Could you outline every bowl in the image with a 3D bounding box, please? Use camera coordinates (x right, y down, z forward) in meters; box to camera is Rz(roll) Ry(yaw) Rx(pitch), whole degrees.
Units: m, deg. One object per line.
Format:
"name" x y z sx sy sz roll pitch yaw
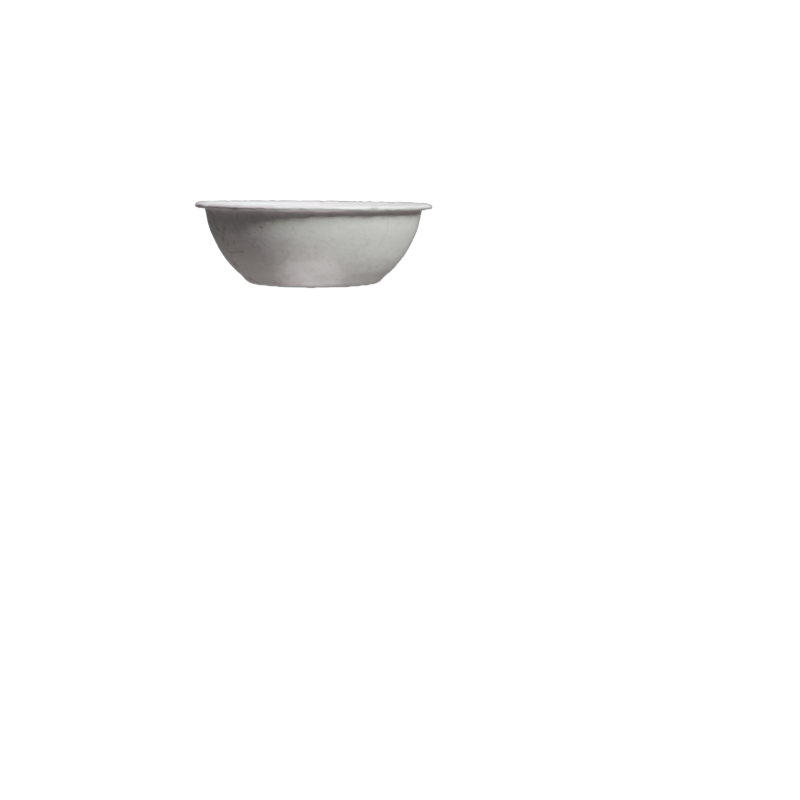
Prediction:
"bowl" -0.059 -0.108 0.756 0.162 0.054 0.165 0 10 -2
